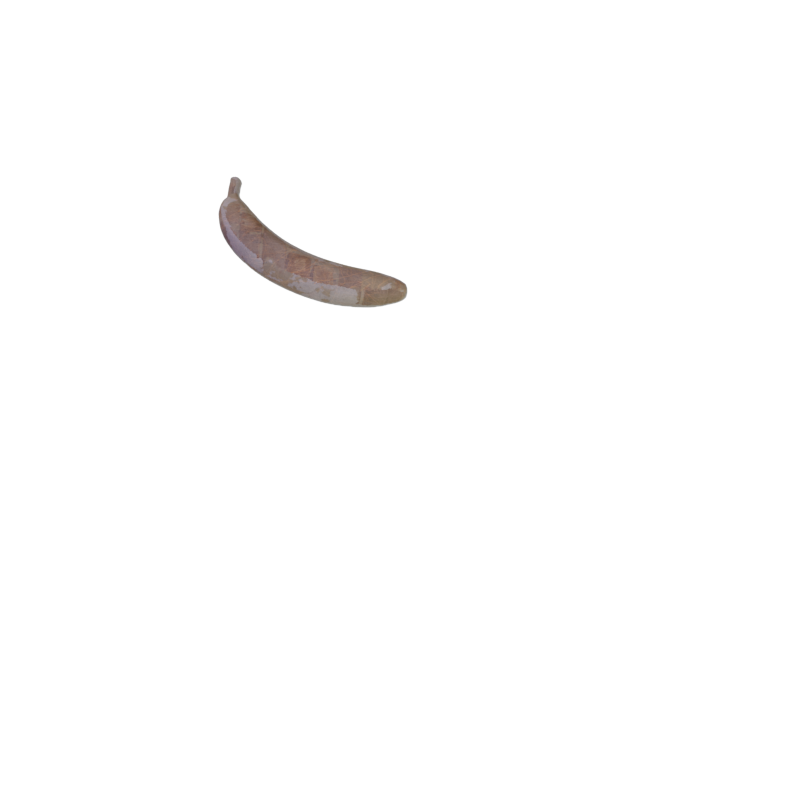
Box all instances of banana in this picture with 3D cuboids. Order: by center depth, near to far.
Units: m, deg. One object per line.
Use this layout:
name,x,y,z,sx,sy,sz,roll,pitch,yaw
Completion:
banana,-0.090,-0.128,0.975,0.205,0.071,0.035,35,-20,14
